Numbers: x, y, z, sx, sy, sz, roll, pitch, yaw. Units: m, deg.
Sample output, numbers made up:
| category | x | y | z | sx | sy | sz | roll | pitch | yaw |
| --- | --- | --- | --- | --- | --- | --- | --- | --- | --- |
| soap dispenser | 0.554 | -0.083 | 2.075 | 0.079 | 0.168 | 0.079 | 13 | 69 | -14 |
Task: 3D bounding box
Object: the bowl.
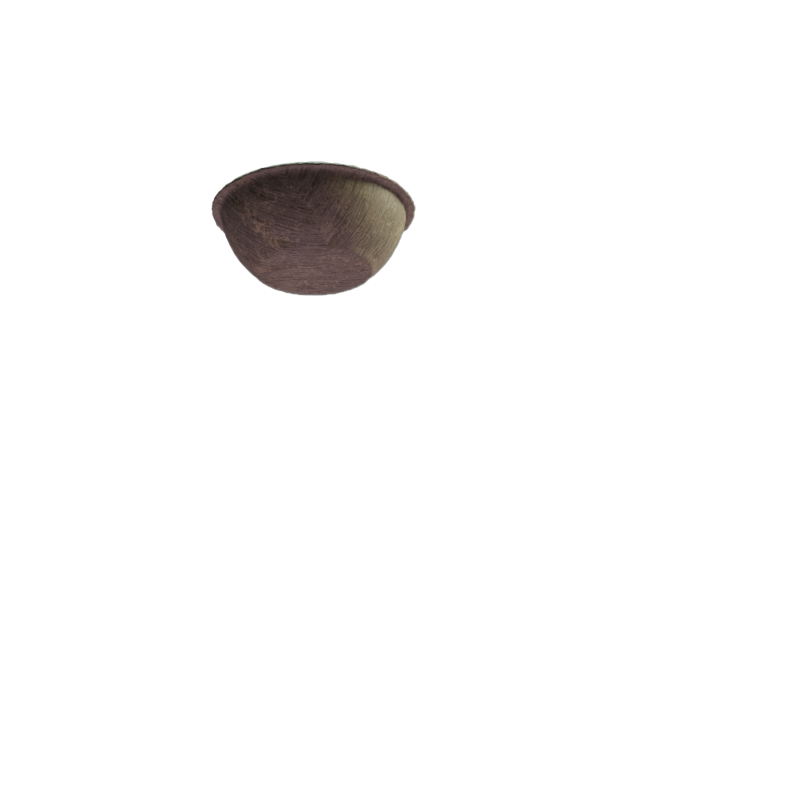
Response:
| category | x | y | z | sx | sy | sz | roll | pitch | yaw |
| --- | --- | --- | --- | --- | --- | --- | --- | --- | --- |
| bowl | -0.068 | -0.124 | 0.871 | 0.162 | 0.058 | 0.154 | 0 | -20 | -2 |
